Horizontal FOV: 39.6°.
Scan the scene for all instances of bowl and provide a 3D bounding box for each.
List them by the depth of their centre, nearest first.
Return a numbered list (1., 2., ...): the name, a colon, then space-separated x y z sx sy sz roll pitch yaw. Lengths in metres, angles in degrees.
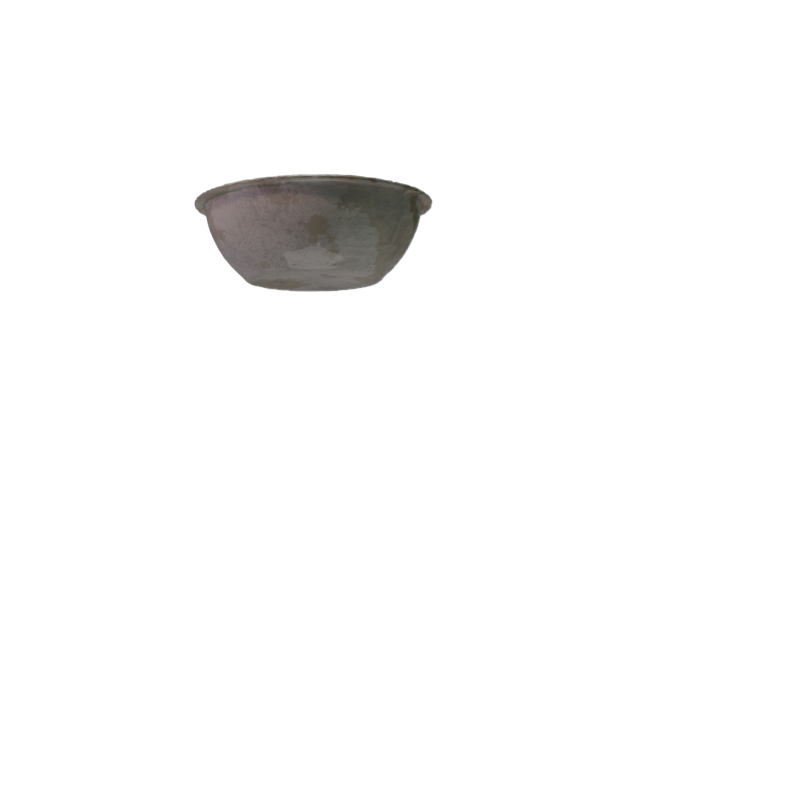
1. bowl: -0.059 -0.107 0.750 0.162 0.056 0.159 0 -4 -2
